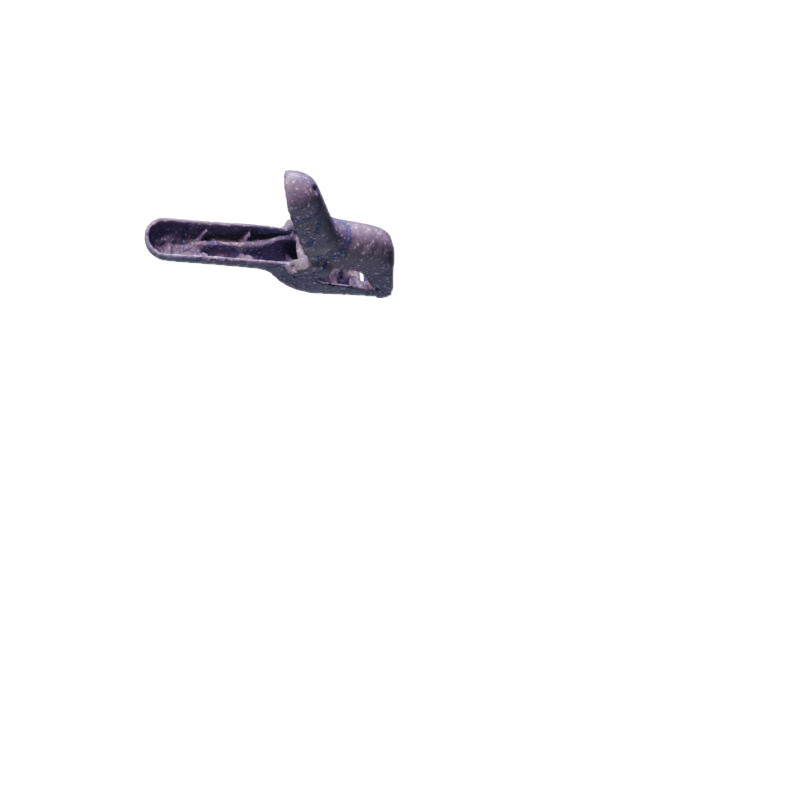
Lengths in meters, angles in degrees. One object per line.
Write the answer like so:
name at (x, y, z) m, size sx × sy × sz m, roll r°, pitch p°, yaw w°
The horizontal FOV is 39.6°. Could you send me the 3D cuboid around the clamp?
clamp at (-0.052, -0.095, 0.663) m, size 0.163 × 0.040 × 0.123 m, roll 7°, pitch -10°, yaw -44°
